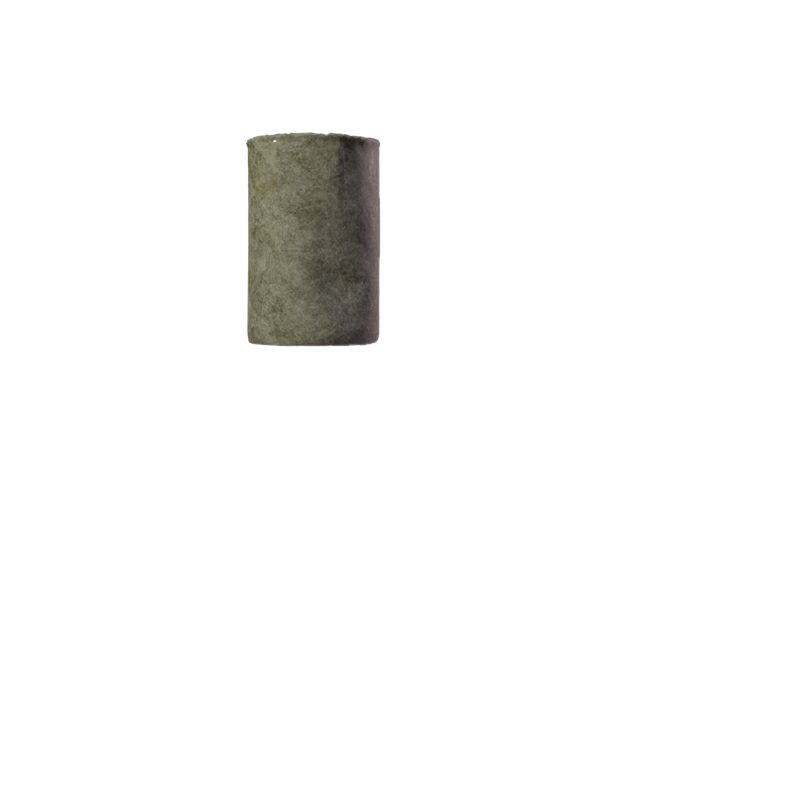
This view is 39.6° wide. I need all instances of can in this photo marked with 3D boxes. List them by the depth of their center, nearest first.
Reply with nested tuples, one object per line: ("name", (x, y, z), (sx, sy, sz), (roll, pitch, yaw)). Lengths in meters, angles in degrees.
("can", (-0.044, -0.080, 0.559), (0.068, 0.103, 0.069), (0, 0, -2))
